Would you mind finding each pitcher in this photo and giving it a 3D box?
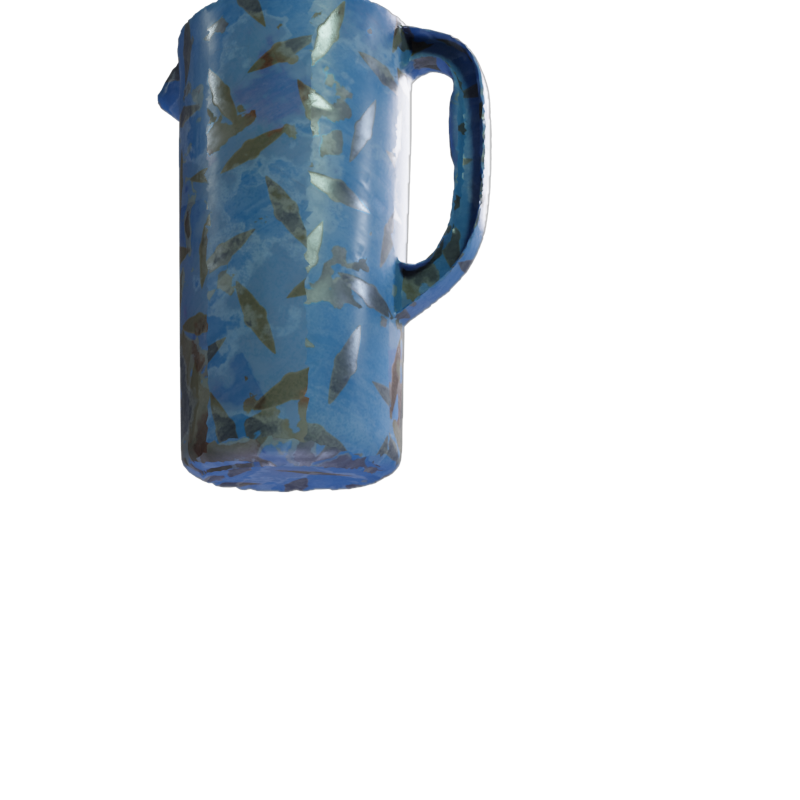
[{"bbox_3d":[-0.045,-0.082,0.575,0.139,0.254,0.149,8,-20,-27],"label":"pitcher"}]
